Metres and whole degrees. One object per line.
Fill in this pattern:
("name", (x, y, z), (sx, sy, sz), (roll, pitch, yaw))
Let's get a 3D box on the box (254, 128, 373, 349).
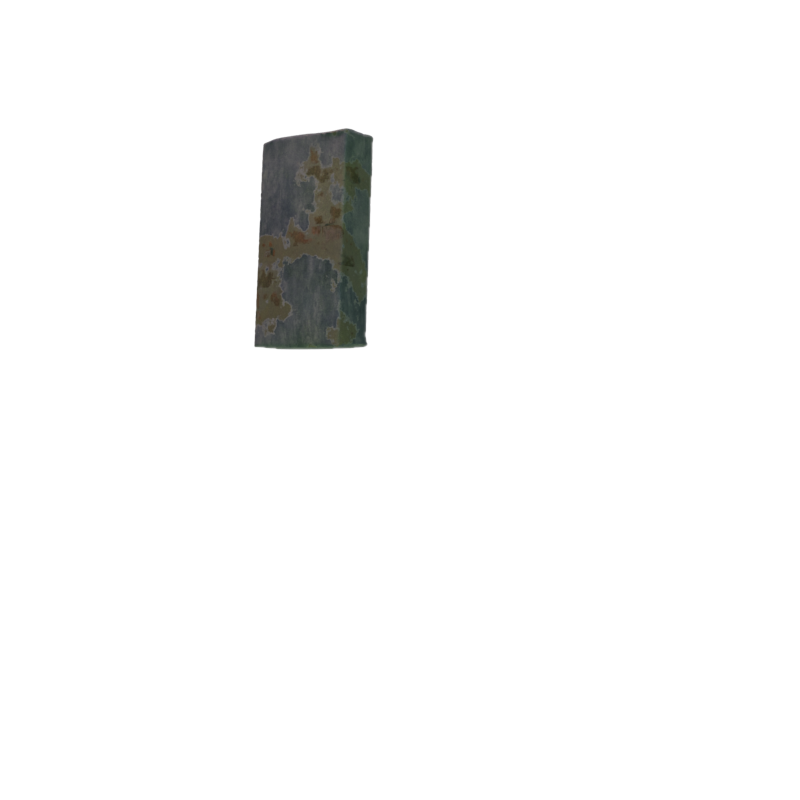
("box", (-0.072, -0.131, 0.914), (0.096, 0.179, 0.046), (-4, -6, 37))
